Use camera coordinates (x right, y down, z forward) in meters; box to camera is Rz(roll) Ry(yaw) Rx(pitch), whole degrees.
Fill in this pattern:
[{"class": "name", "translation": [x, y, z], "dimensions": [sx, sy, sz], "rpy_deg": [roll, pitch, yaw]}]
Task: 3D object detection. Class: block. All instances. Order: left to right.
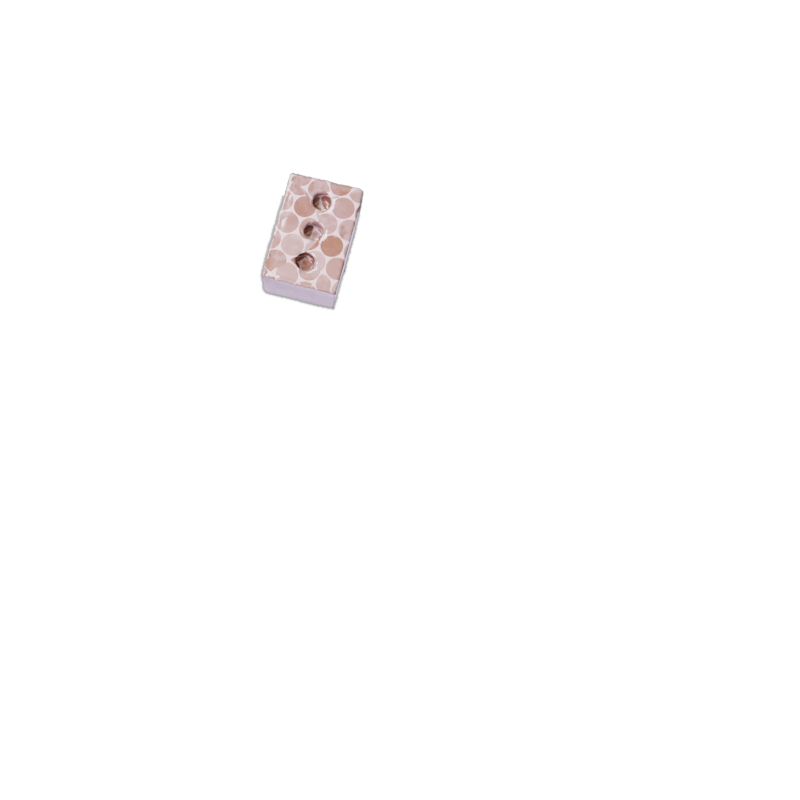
[{"class": "block", "translation": [-0.060, -0.109, 0.763], "dimensions": [0.053, 0.080, 0.049], "rpy_deg": [13, -14, 1]}]
